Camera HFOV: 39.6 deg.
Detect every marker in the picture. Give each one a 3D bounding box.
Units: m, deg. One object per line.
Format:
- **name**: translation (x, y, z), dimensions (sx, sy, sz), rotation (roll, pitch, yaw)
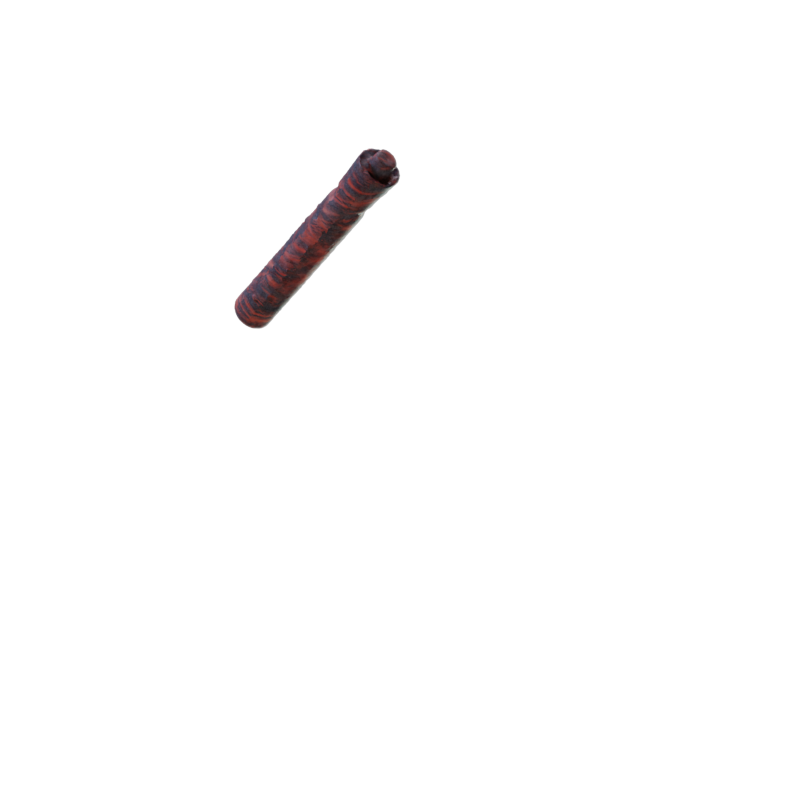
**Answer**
- **marker**: translation (-0.037, -0.067, 0.472), dimensions (0.019, 0.021, 0.118), rotation (-2, -26, -38)
